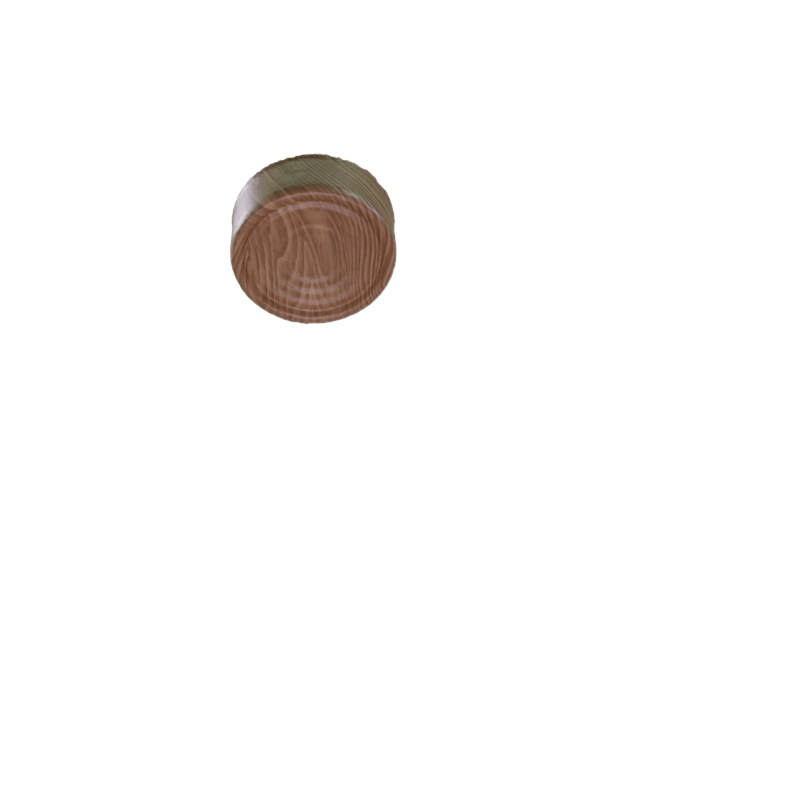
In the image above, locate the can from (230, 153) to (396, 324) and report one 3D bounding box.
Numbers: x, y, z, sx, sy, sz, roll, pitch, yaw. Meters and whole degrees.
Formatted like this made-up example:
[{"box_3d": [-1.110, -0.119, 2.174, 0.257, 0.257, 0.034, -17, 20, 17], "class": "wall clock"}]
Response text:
[{"box_3d": [-0.045, -0.081, 0.569, 0.086, 0.080, 0.036, 1, 37, -1], "class": "can"}]
